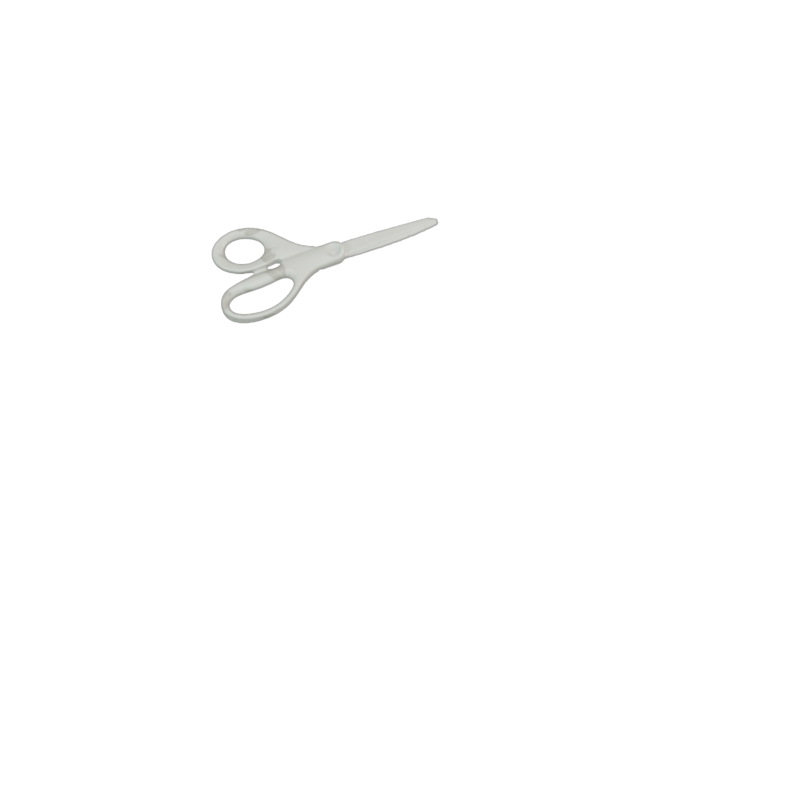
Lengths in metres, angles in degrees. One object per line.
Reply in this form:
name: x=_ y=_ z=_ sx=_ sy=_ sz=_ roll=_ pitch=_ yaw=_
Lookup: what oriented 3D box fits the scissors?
scissors: x=-0.075 y=-0.137 z=0.957 sx=0.202 sy=0.102 sz=0.015 roll=-34 pitch=-24 yaw=-17
